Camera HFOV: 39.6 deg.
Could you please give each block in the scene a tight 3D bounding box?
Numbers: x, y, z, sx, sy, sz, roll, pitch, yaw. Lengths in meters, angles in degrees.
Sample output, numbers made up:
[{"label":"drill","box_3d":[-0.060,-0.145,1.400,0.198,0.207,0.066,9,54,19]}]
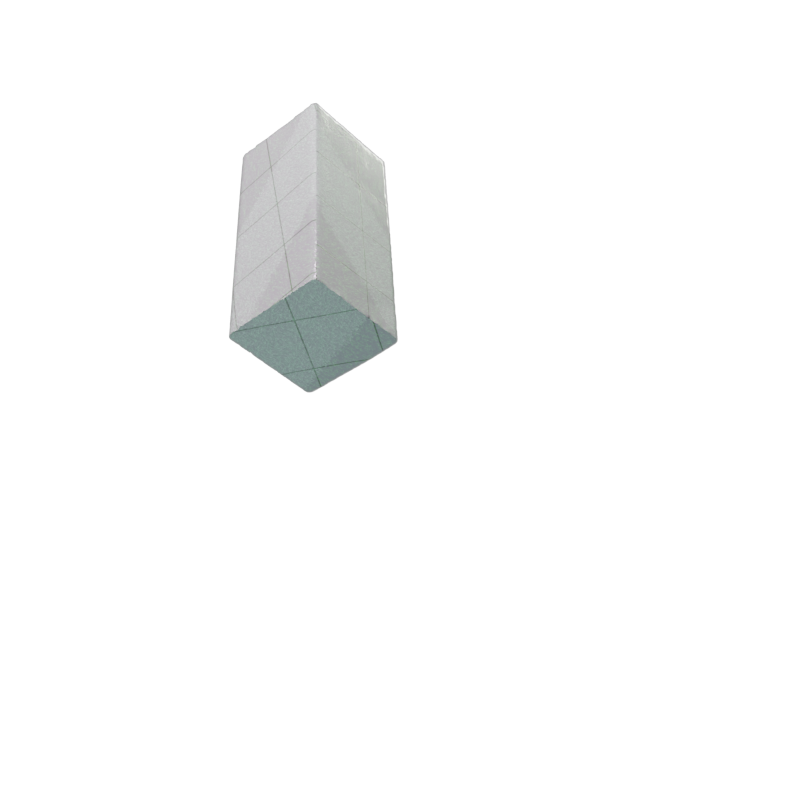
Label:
[{"label":"block","box_3d":[-0.068,-0.124,0.869,0.090,0.221,0.085,-32,-50,27]}]
